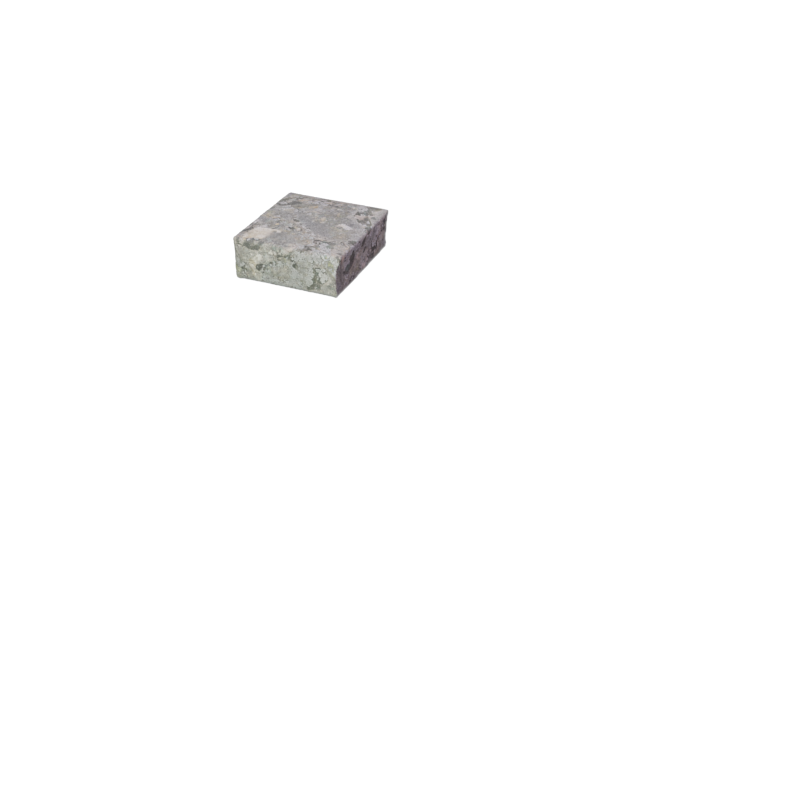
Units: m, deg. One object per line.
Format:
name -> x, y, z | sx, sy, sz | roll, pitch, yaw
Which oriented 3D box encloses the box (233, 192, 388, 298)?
box -> -0.070, -0.127, 0.888 | 0.093, 0.037, 0.117 | 11, 32, 17
